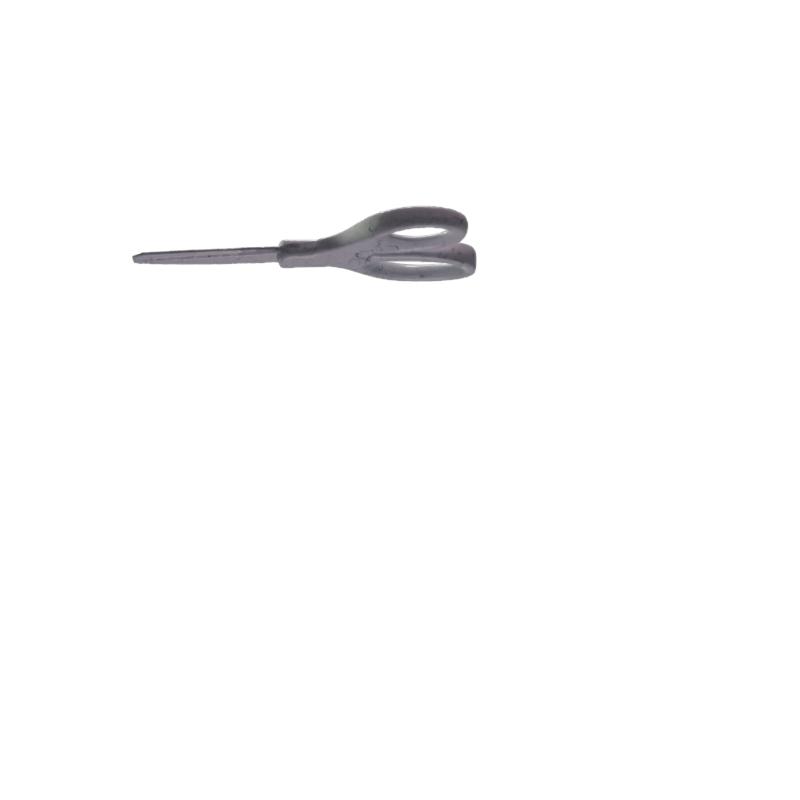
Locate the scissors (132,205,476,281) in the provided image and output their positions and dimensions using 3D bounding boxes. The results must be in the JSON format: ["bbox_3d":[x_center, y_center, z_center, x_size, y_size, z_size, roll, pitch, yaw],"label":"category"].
[{"bbox_3d":[-0.049,-0.090,0.632,0.199,0.016,0.093,3,-17,-10],"label":"scissors"}]
